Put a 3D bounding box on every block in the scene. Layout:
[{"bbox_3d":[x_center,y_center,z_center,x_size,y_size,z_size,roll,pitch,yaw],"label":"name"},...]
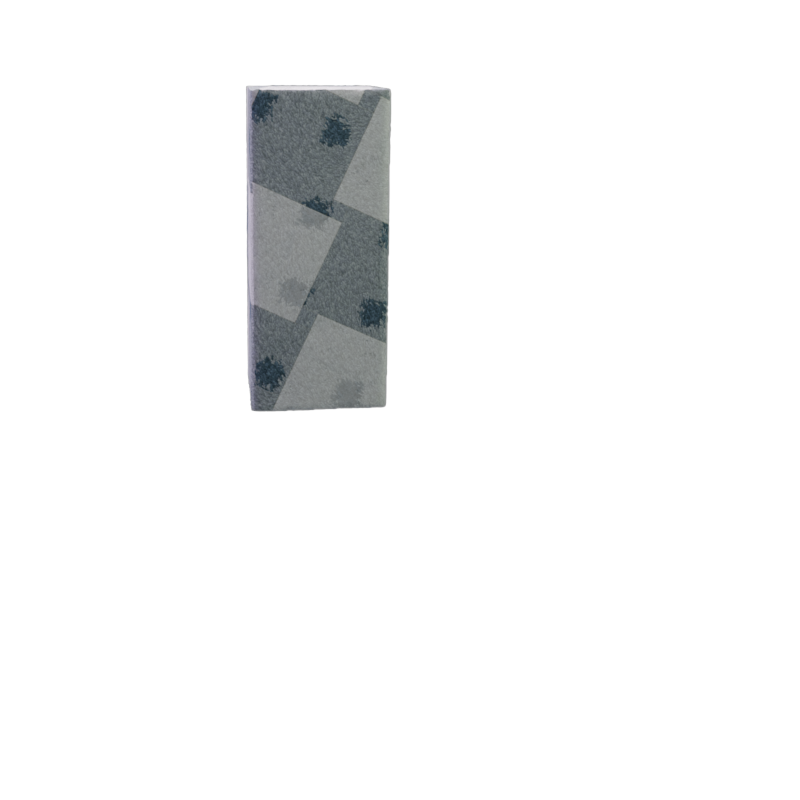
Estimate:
[{"bbox_3d":[-0.057,-0.106,0.741,0.089,0.201,0.094,-1,11,-8],"label":"block"}]
